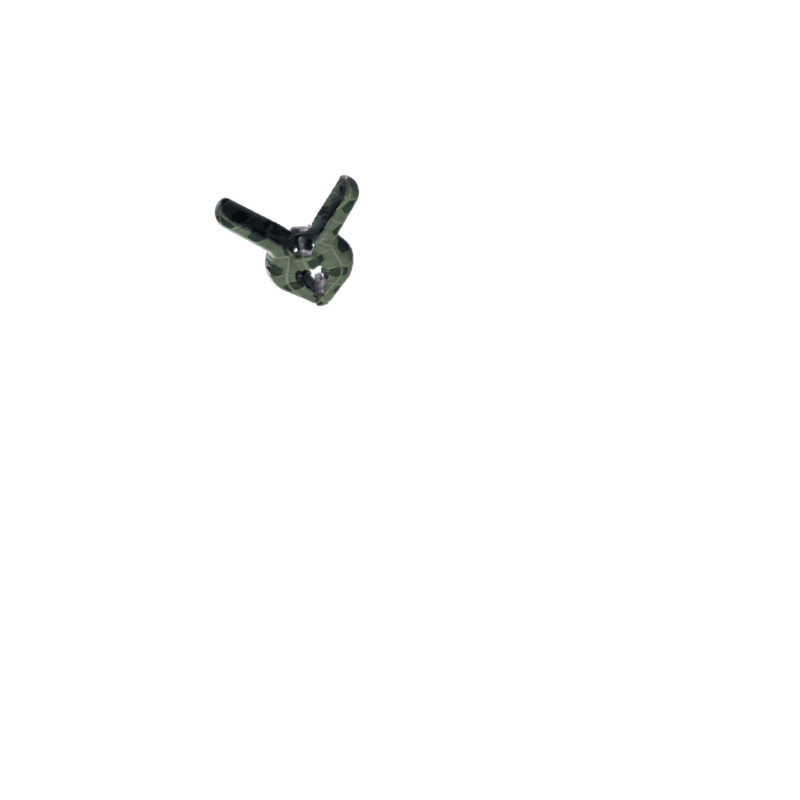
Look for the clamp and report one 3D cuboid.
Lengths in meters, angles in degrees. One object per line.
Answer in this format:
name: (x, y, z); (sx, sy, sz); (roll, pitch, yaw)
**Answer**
clamp: (-0.076, -0.138, 0.966); (0.122, 0.041, 0.159); (-8, -25, 16)
